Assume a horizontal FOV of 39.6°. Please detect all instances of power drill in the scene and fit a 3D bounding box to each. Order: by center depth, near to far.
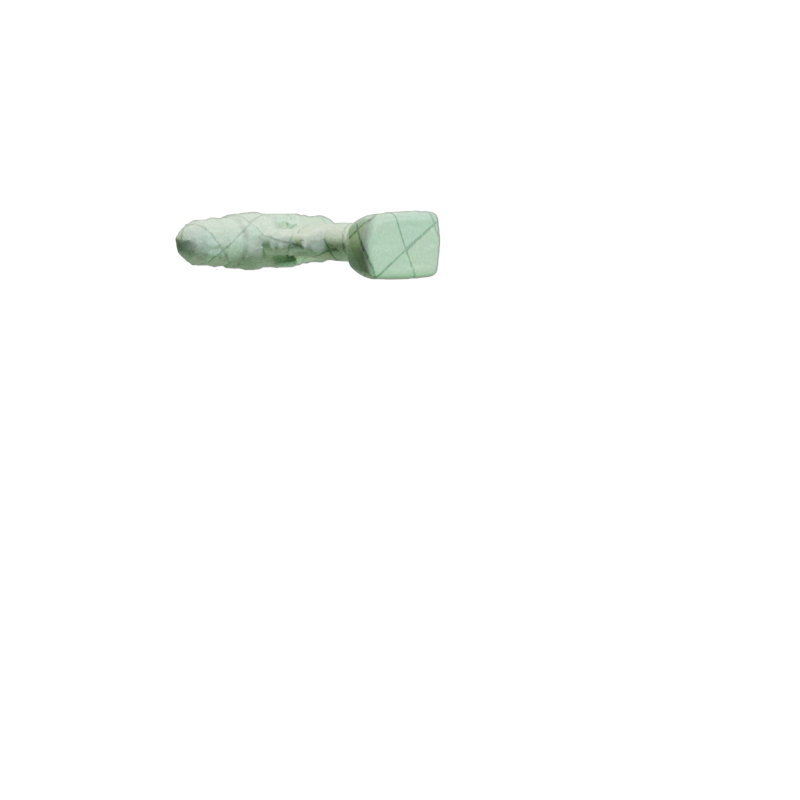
[{"bbox_3d":[-0.075,-0.137,0.962,0.197,0.056,0.179,10,15,40],"label":"power drill"}]
